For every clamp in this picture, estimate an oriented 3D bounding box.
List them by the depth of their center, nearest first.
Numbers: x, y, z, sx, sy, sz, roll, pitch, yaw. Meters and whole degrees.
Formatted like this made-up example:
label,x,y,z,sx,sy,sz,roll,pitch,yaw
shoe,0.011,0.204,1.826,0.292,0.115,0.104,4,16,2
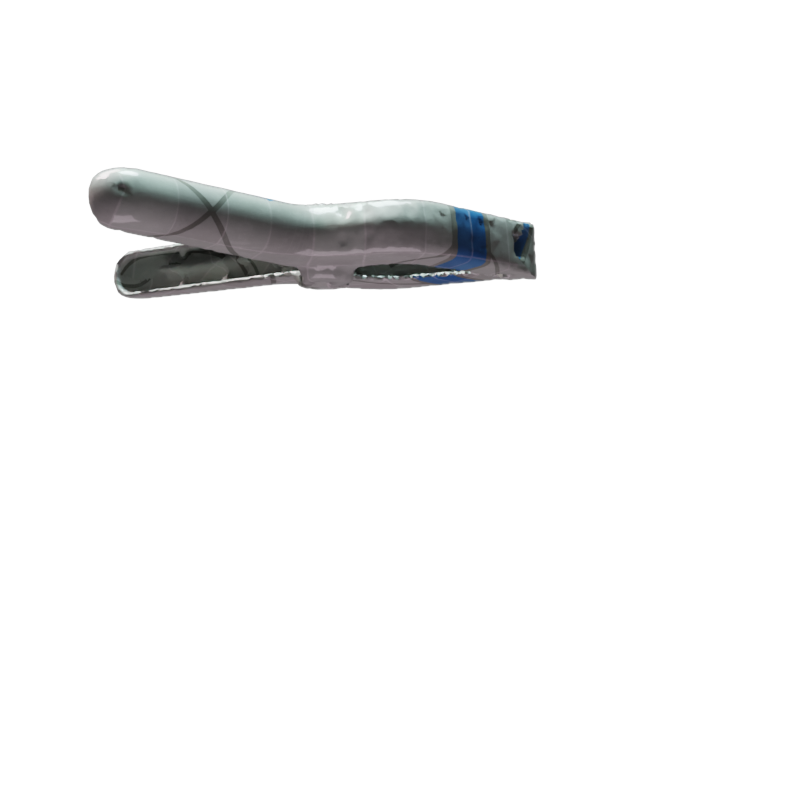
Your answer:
label,x,y,z,sx,sy,sz,roll,pitch,yaw
clamp,-0.040,-0.072,0.507,0.210,0.037,0.161,0,-5,-1
